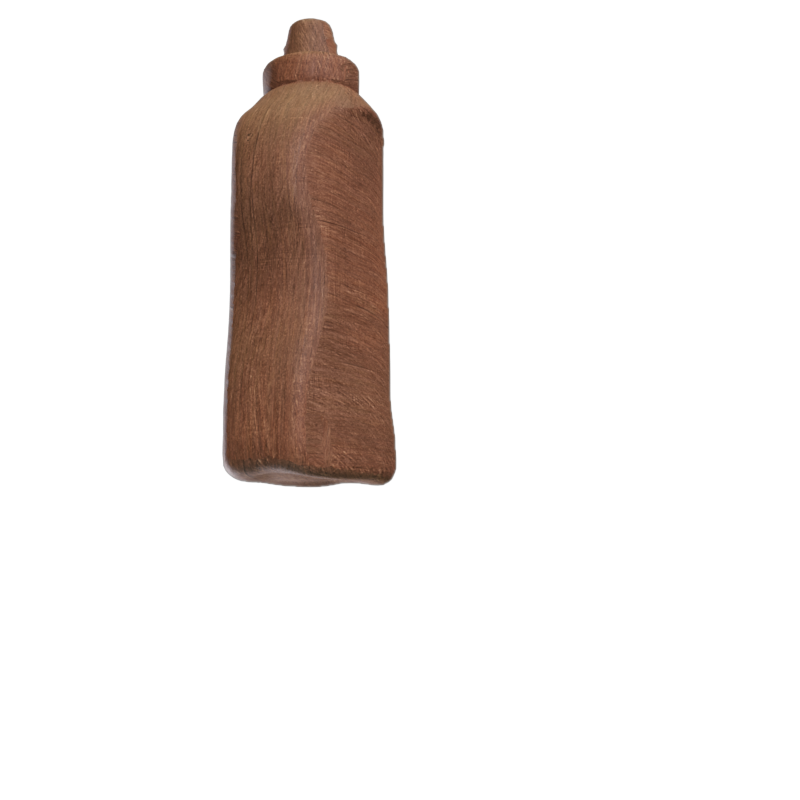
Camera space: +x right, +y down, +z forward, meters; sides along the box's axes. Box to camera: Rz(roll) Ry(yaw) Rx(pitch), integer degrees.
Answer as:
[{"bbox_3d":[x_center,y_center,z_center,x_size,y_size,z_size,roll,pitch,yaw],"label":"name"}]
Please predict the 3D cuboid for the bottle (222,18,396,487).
[{"bbox_3d":[-0.036,-0.064,0.449,0.060,0.198,0.091,-7,-15,21],"label":"bottle"}]
